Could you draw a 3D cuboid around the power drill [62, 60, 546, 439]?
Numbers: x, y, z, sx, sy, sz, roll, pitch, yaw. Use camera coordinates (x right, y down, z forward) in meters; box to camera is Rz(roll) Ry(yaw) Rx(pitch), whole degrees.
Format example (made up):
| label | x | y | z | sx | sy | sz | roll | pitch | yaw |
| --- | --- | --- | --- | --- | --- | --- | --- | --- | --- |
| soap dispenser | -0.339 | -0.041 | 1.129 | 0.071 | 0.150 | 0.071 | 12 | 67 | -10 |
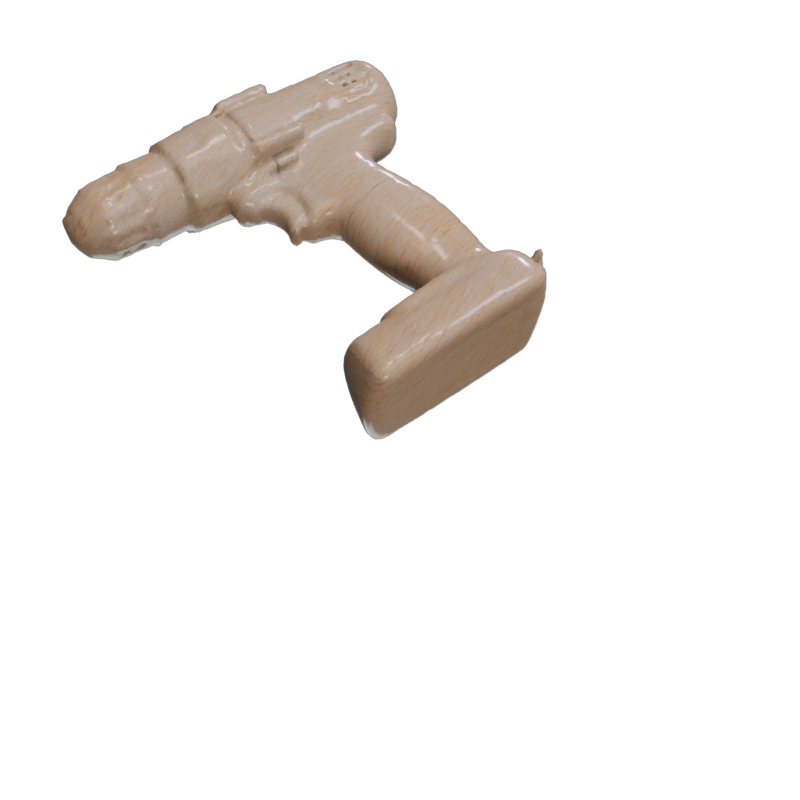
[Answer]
| label | x | y | z | sx | sy | sz | roll | pitch | yaw |
| --- | --- | --- | --- | --- | --- | --- | --- | --- | --- |
| power drill | -0.041 | -0.074 | 0.519 | 0.184 | 0.201 | 0.054 | -31 | -30 | -21 |
